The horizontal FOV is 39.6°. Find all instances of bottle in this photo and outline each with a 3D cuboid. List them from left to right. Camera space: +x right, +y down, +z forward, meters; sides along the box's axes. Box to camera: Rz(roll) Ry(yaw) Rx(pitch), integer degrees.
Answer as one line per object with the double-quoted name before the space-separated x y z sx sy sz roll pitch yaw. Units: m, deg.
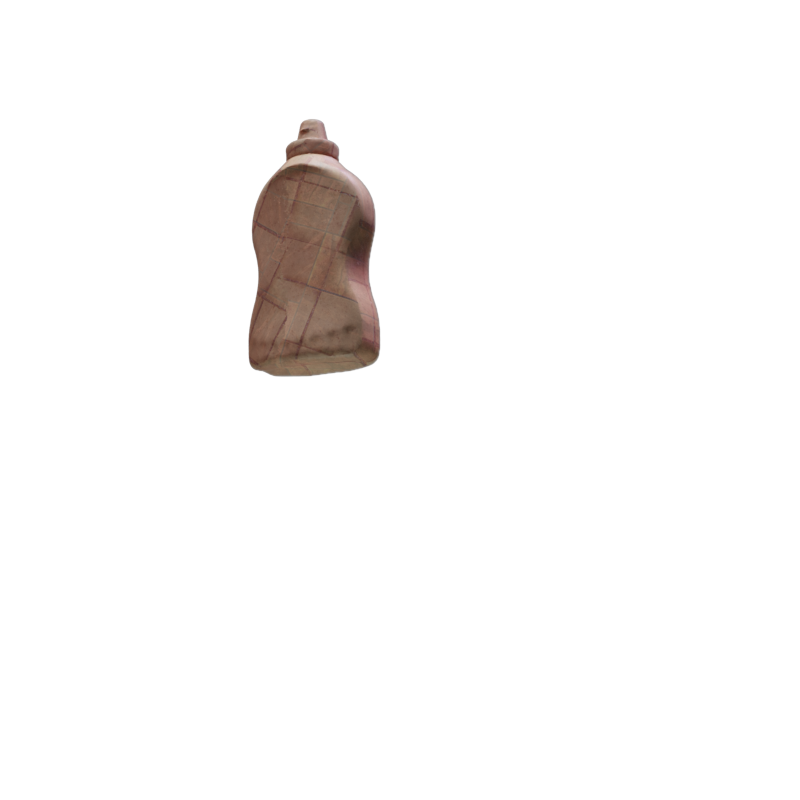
"bottle" -0.065 -0.118 0.823 0.098 0.200 0.055 -10 -20 29
